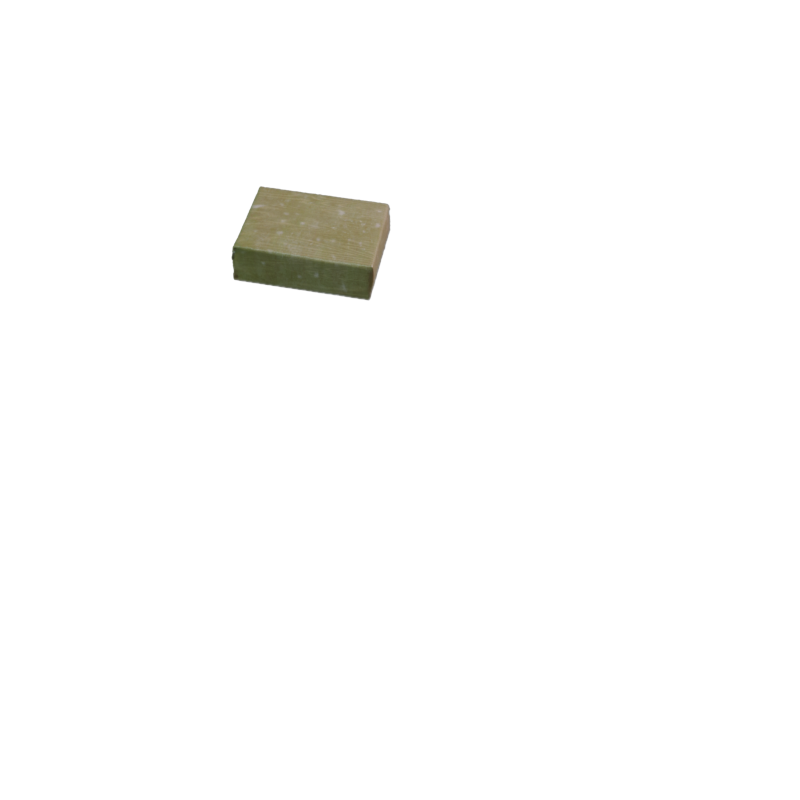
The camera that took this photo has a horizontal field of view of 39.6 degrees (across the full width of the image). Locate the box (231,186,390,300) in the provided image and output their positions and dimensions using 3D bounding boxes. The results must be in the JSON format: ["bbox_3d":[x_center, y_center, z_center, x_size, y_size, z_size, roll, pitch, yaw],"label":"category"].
[{"bbox_3d":[-0.069,-0.127,0.887,0.115,0.036,0.095,7,40,8],"label":"box"}]
